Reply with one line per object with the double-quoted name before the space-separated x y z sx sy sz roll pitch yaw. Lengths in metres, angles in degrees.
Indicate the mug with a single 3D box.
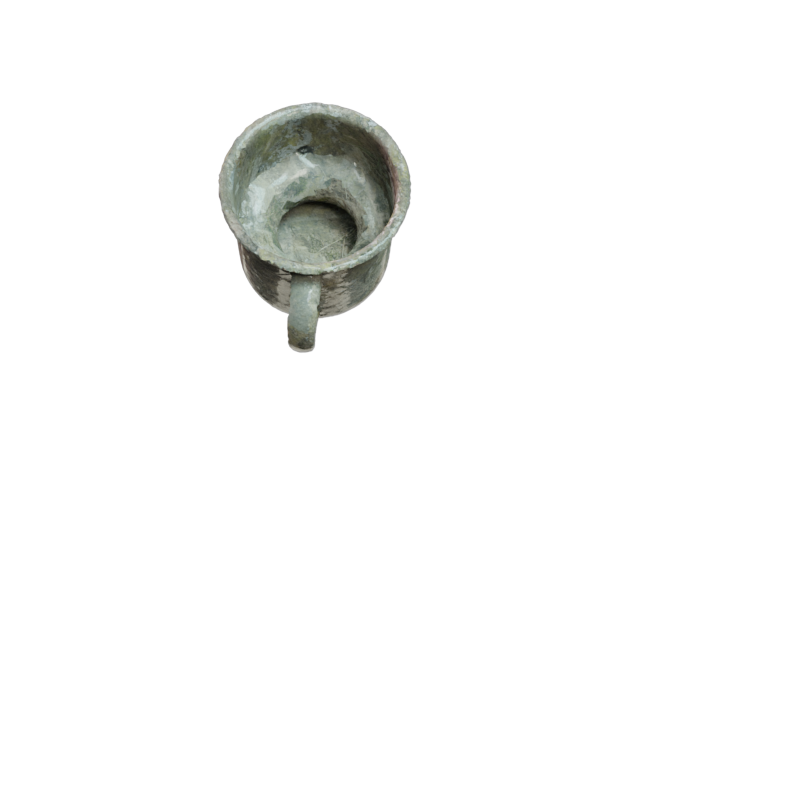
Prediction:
"mug" -0.044 -0.081 0.565 0.093 0.123 0.077 2 -22 -1
